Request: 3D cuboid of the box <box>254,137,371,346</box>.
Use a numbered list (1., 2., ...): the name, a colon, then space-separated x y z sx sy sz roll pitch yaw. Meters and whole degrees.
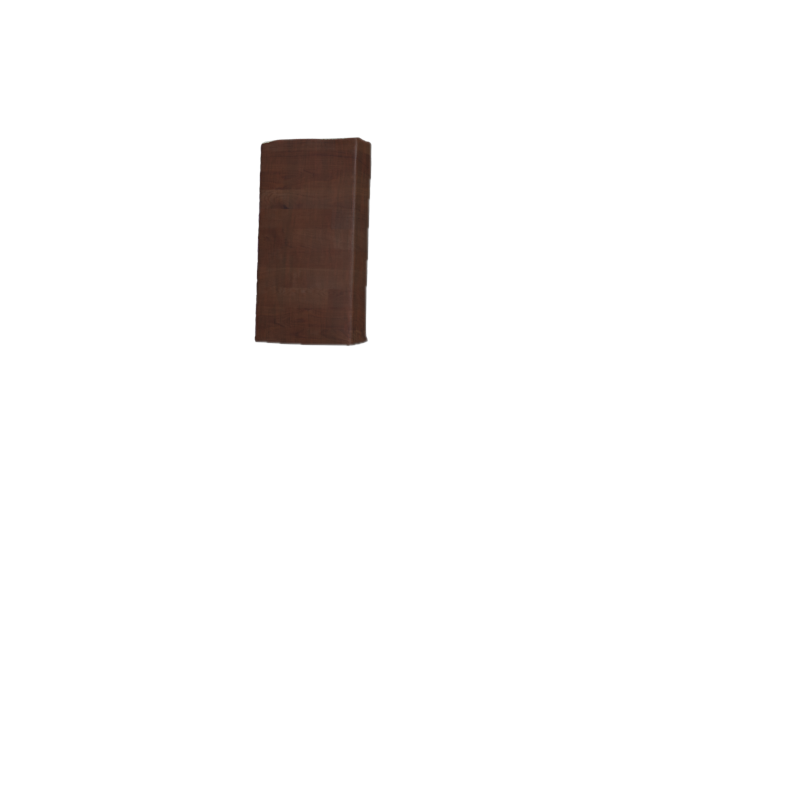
1. box: -0.075 -0.137 0.957 0.096 0.177 0.047 0 -1 21
